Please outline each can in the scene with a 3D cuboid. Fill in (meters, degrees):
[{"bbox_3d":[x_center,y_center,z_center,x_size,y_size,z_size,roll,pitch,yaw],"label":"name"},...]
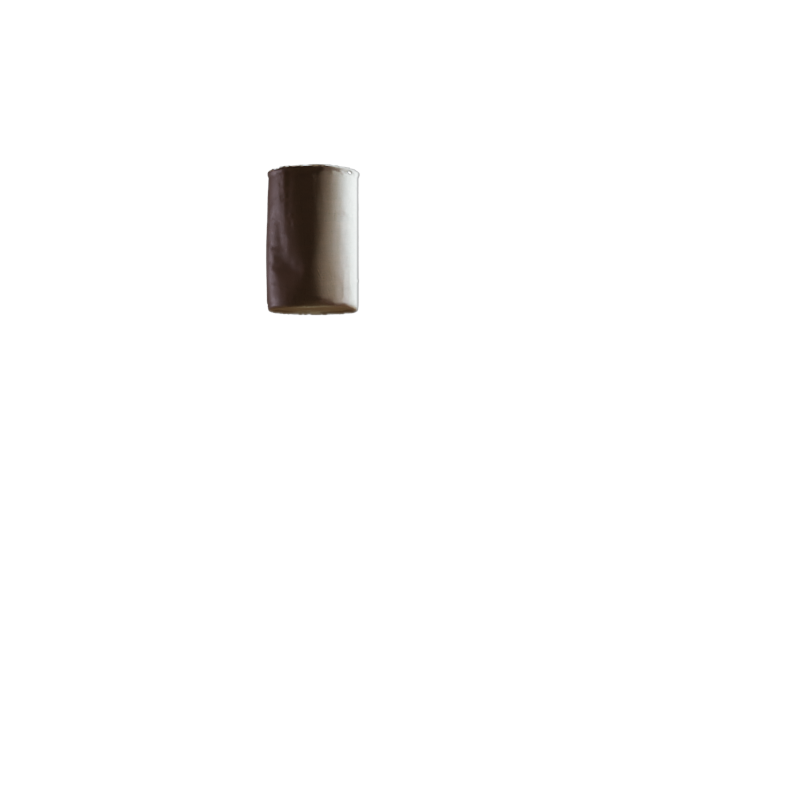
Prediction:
[{"bbox_3d":[-0.063,-0.115,0.807,0.068,0.104,0.067,0,-6,-2],"label":"can"}]
